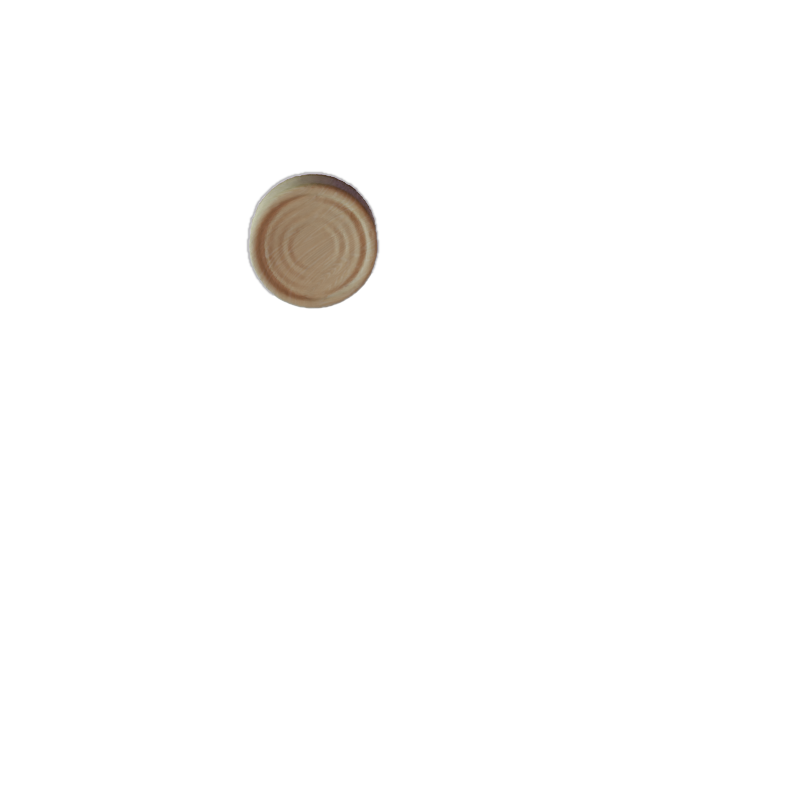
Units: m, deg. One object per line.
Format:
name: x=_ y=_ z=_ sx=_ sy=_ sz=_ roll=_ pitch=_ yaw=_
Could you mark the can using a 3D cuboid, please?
can: x=-0.057 y=-0.104 z=0.731 sx=0.086 sy=0.083 sz=0.035 roll=0 pitch=16 yaw=-1
